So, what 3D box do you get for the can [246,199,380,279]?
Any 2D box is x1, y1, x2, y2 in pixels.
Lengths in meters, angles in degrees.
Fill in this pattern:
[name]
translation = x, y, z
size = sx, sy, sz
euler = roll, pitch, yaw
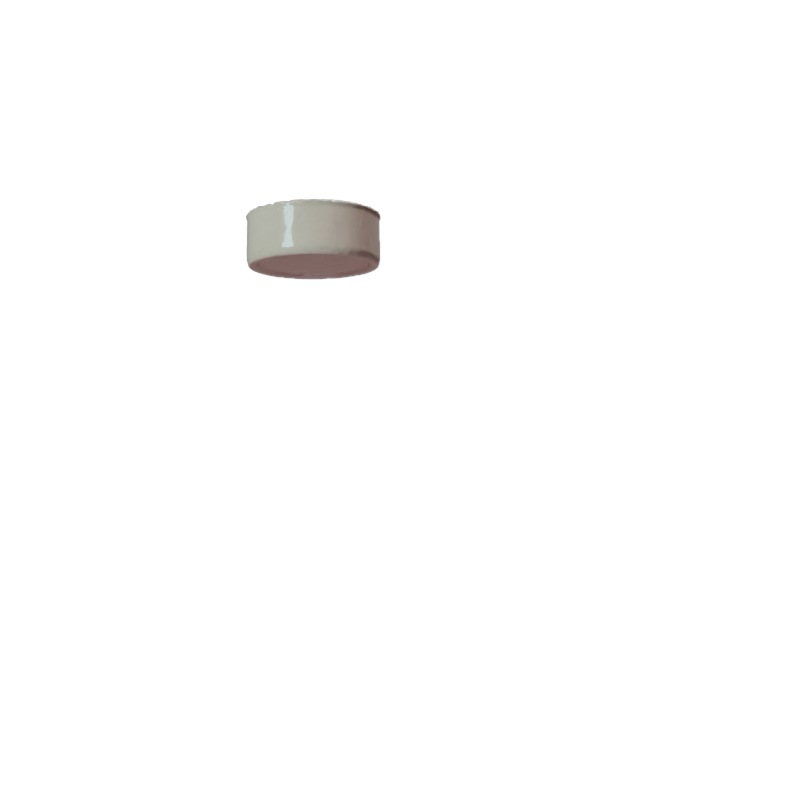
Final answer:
[can]
translation = -0.055, -0.100, 0.703
size = 0.086, 0.034, 0.084
euler = 0, -6, -2
